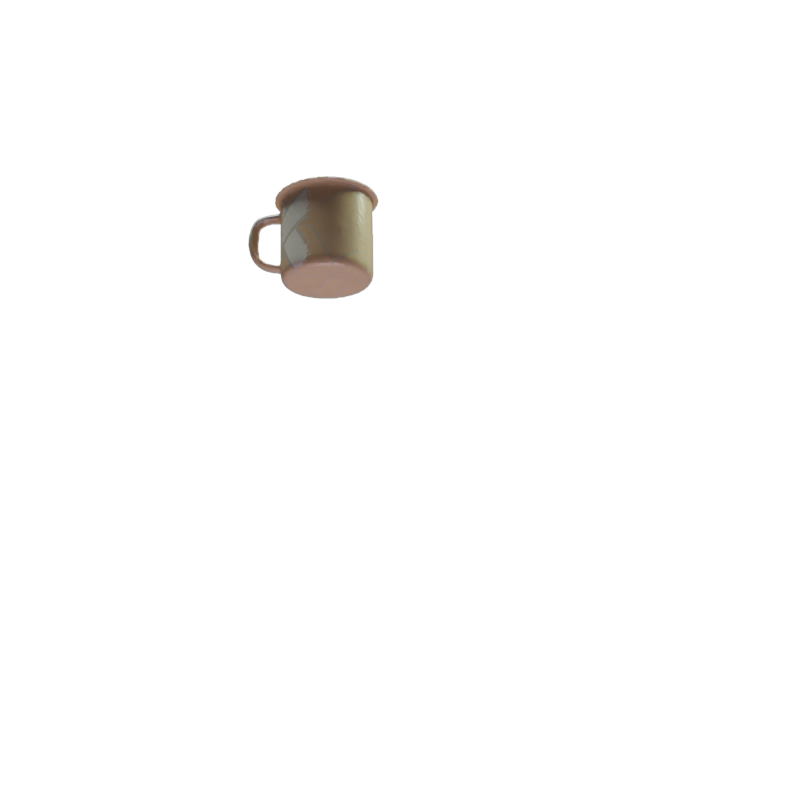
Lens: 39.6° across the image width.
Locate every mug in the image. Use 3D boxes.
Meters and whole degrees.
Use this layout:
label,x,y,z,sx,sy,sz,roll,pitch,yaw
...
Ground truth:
label,x,y,z,sx,sy,sz,roll,pitch,yaw
mug,-0.077,-0.141,0.986,0.118,0.086,0.088,-2,-21,4
